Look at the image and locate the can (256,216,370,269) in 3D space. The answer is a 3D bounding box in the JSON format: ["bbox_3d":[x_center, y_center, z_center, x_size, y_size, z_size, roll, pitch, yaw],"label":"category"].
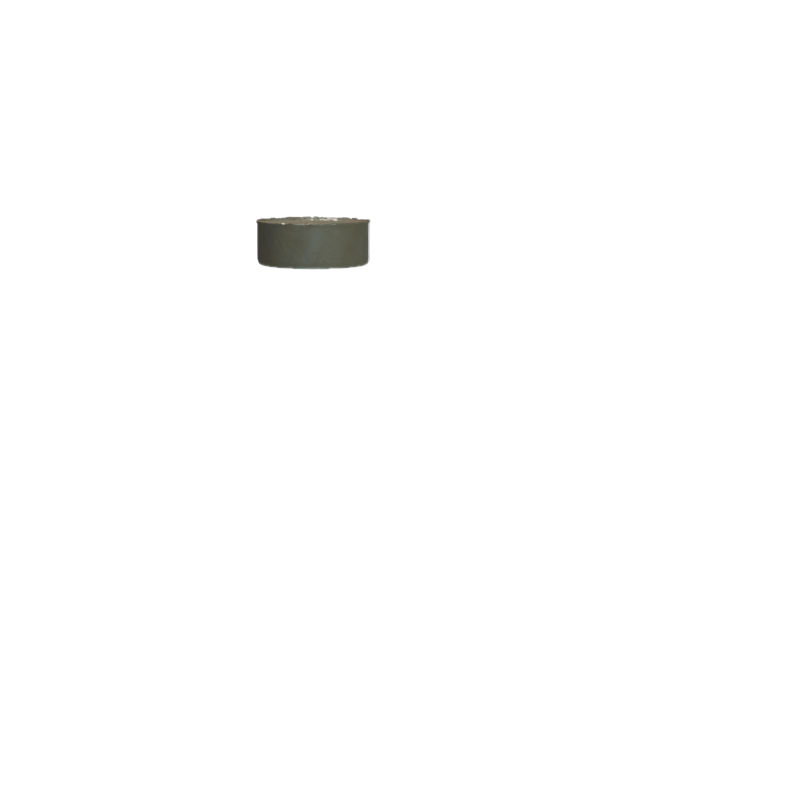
[{"bbox_3d":[-0.065,-0.119,0.832,0.086,0.033,0.088,0,12,-2],"label":"can"}]
